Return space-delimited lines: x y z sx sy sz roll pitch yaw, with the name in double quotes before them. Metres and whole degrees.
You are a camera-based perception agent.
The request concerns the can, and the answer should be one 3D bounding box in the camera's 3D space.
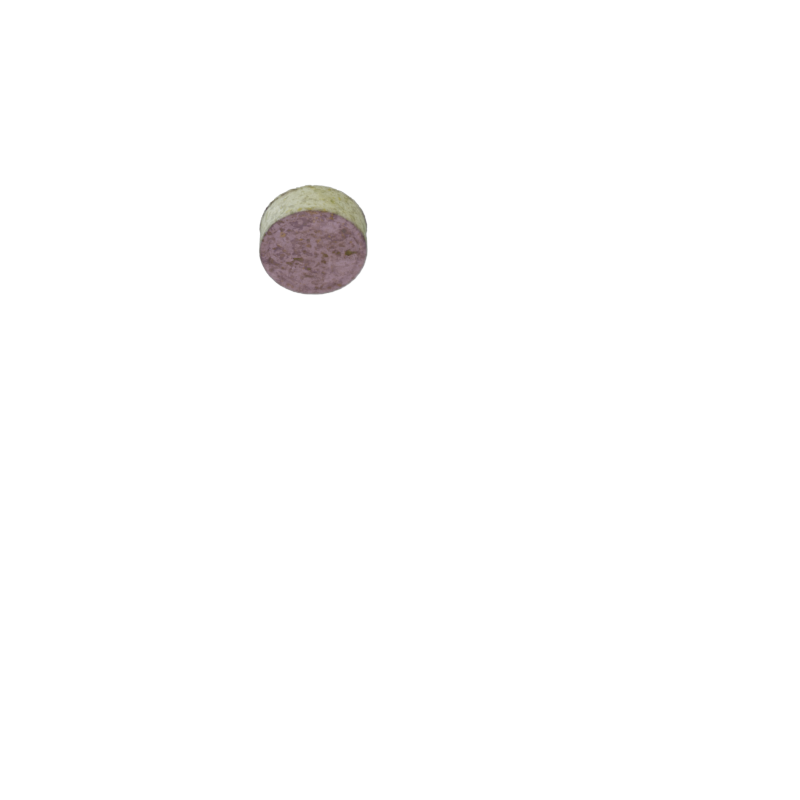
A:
"can" -0.068 -0.124 0.869 0.086 0.080 0.036 1 40 -1
